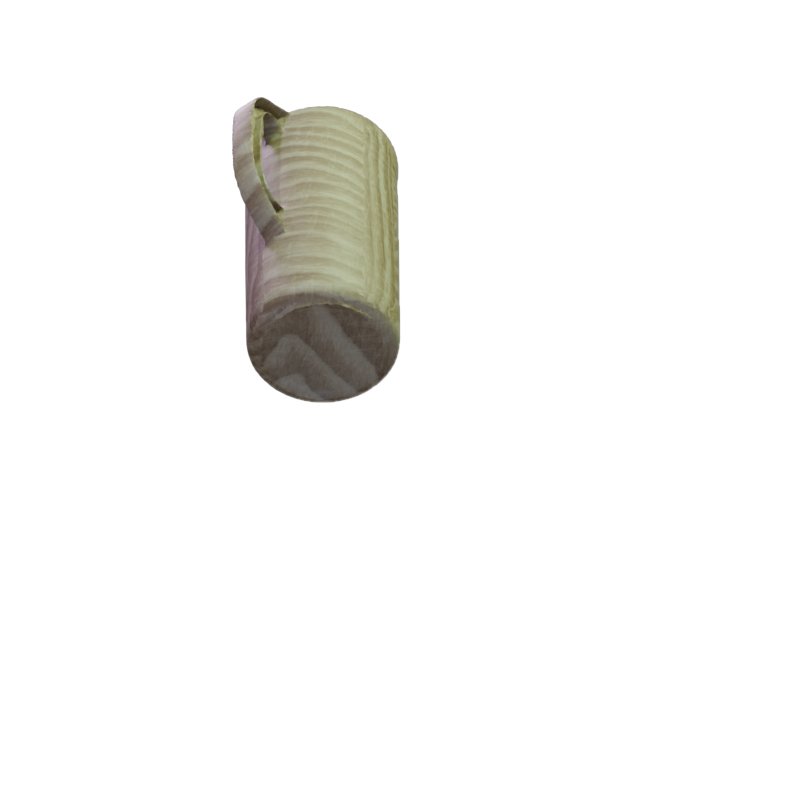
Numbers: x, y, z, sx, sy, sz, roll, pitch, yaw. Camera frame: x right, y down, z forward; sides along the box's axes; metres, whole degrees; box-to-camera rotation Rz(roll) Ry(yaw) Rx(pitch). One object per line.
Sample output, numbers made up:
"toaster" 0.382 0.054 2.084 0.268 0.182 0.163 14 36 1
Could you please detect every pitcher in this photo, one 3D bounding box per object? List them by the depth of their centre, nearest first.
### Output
"pitcher" -0.067 -0.123 0.859 0.147 0.137 0.260 7 39 -9
